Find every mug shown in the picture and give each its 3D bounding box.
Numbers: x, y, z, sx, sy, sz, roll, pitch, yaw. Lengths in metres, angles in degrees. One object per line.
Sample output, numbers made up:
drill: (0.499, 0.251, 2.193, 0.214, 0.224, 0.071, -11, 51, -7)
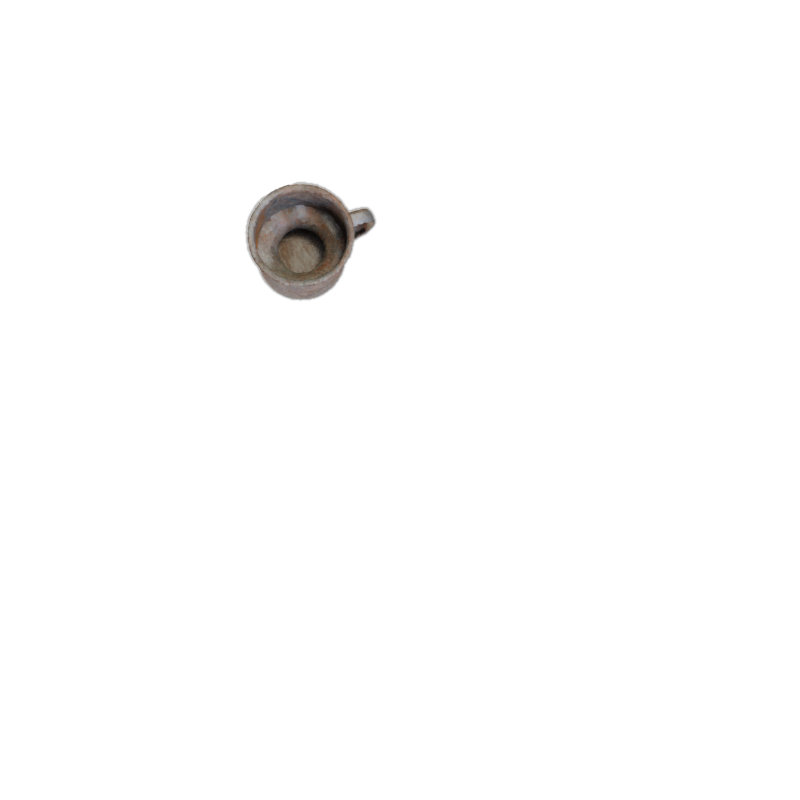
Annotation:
mug: (-0.078, -0.142, 0.993, 0.117, 0.097, 0.079, -25, -11, -7)
